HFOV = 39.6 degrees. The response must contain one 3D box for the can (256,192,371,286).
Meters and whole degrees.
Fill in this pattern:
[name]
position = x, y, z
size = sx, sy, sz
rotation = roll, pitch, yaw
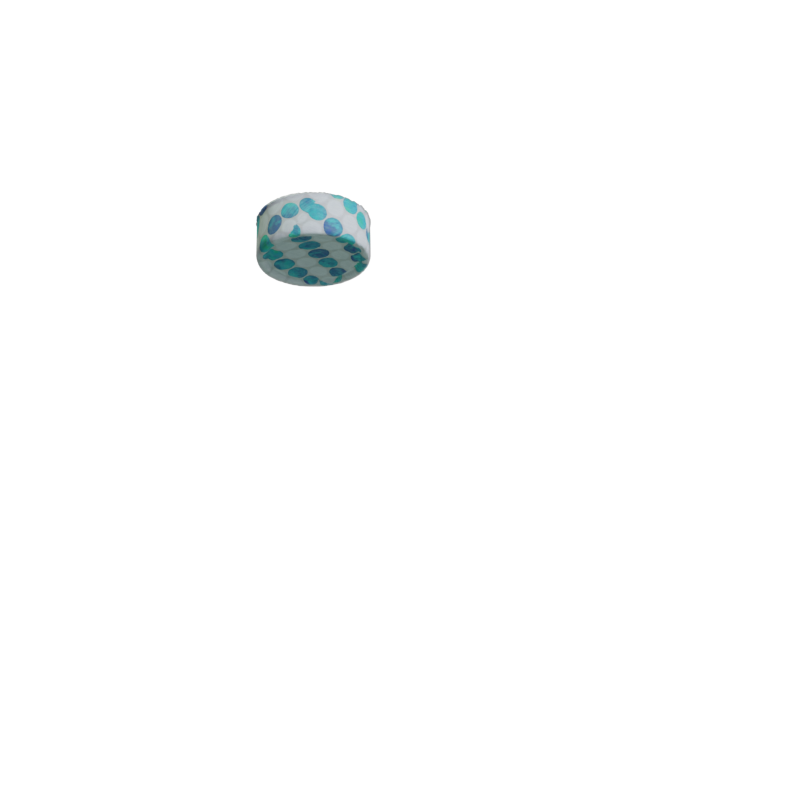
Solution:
[can]
position = -0.064, -0.117, 0.820
size = 0.086, 0.036, 0.081
rotation = 1, -24, -2
